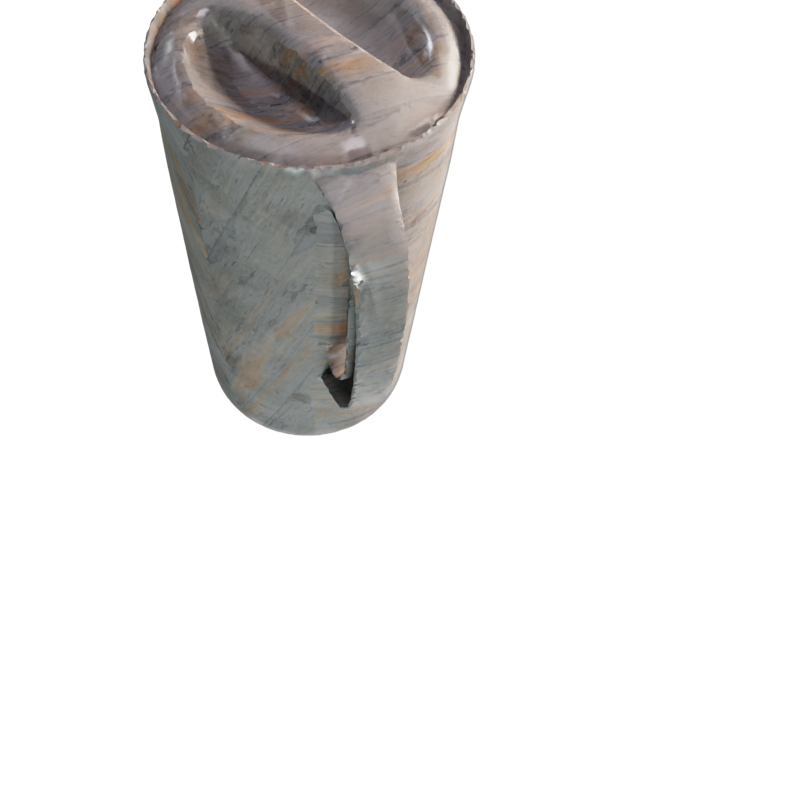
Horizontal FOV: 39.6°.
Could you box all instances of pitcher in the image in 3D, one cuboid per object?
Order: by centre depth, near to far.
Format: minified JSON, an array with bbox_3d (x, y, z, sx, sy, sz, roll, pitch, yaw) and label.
[{"bbox_3d":[-0.041,-0.075,0.527,0.150,0.154,0.227,24,-32,12],"label":"pitcher"}]
